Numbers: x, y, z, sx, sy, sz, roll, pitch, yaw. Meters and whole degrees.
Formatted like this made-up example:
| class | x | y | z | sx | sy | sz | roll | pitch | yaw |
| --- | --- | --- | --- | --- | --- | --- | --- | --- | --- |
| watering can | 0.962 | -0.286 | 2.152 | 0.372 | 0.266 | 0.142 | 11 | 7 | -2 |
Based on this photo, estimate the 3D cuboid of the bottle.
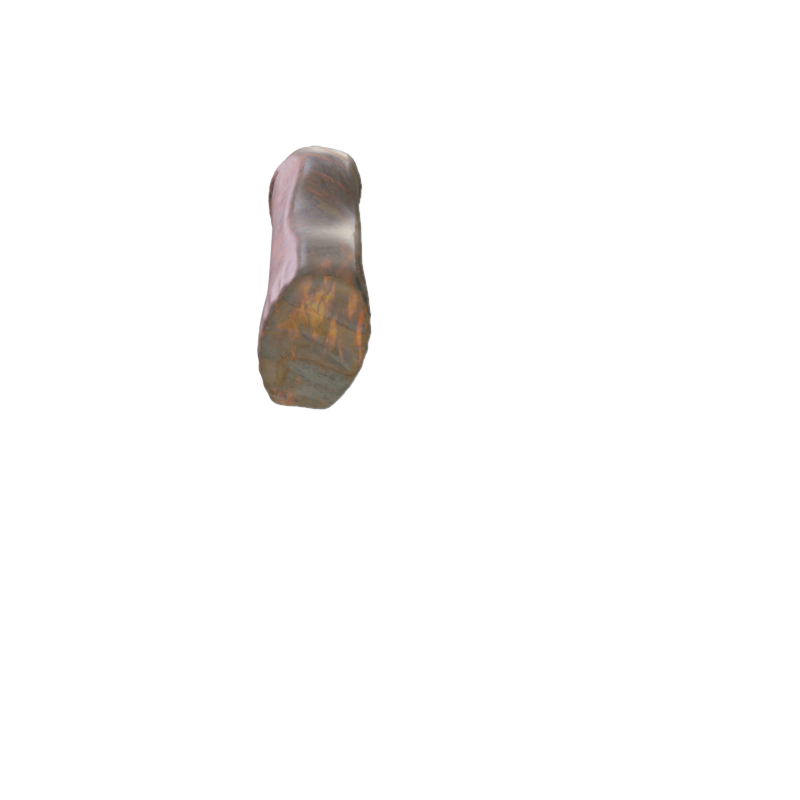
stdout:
| class | x | y | z | sx | sy | sz | roll | pitch | yaw |
| --- | --- | --- | --- | --- | --- | --- | --- | --- | --- |
| bottle | -0.050 | -0.093 | 0.649 | 0.058 | 0.090 | 0.206 | 5 | 40 | -9 |
